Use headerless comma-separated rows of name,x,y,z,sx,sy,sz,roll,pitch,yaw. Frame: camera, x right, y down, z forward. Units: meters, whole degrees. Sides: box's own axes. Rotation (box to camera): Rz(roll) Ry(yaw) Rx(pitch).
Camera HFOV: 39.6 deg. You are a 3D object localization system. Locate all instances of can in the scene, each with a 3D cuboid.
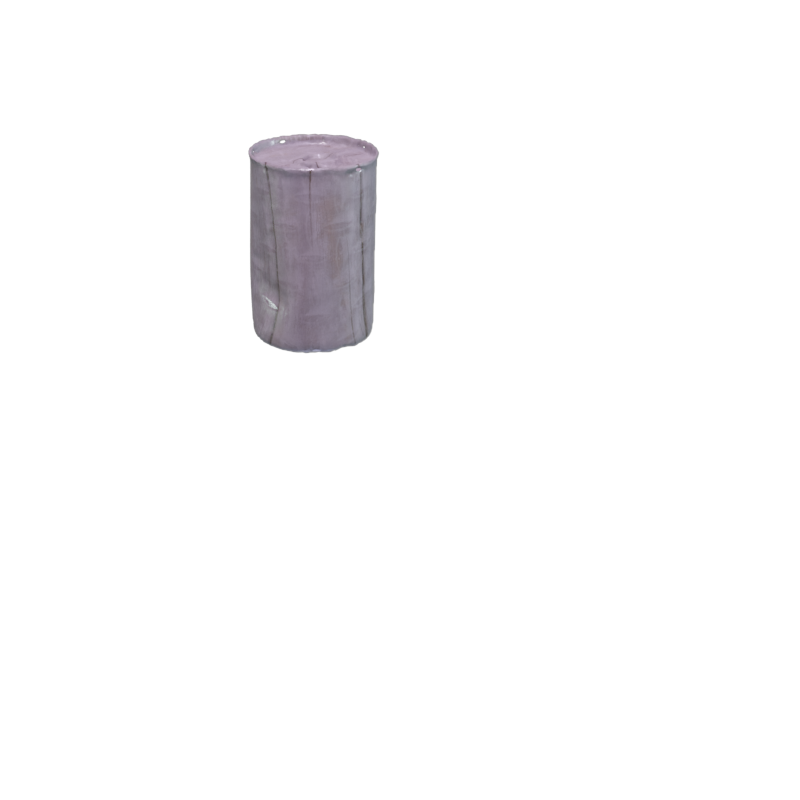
can,-0.046,-0.085,0.593,0.068,0.097,0.072,0,23,-2
